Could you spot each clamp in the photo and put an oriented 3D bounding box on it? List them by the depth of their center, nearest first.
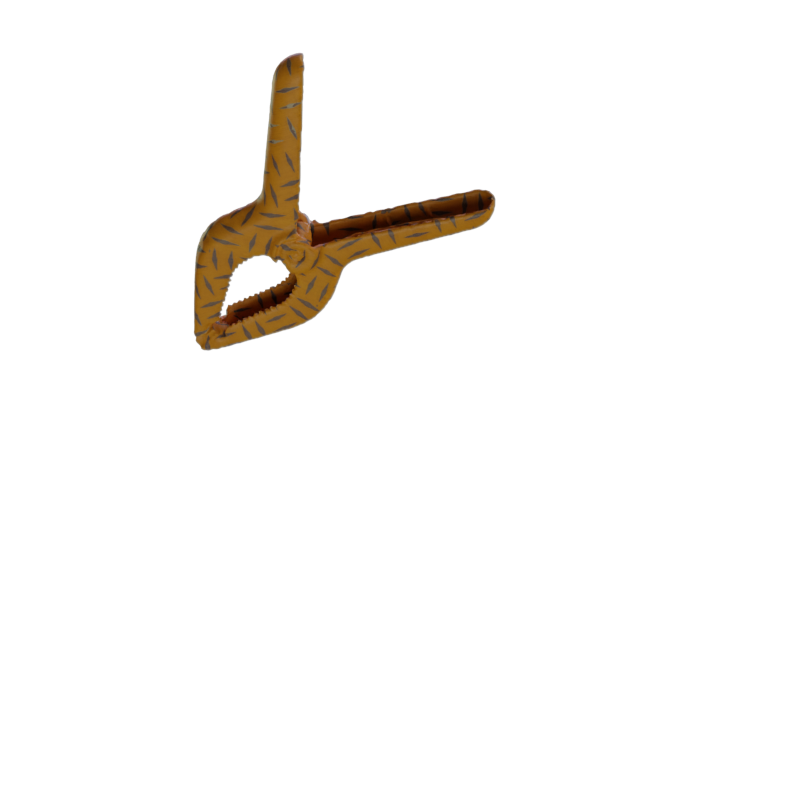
[{"bbox_3d":[-0.055,-0.100,0.701,0.158,0.205,0.039,28,32,-20],"label":"clamp"}]
